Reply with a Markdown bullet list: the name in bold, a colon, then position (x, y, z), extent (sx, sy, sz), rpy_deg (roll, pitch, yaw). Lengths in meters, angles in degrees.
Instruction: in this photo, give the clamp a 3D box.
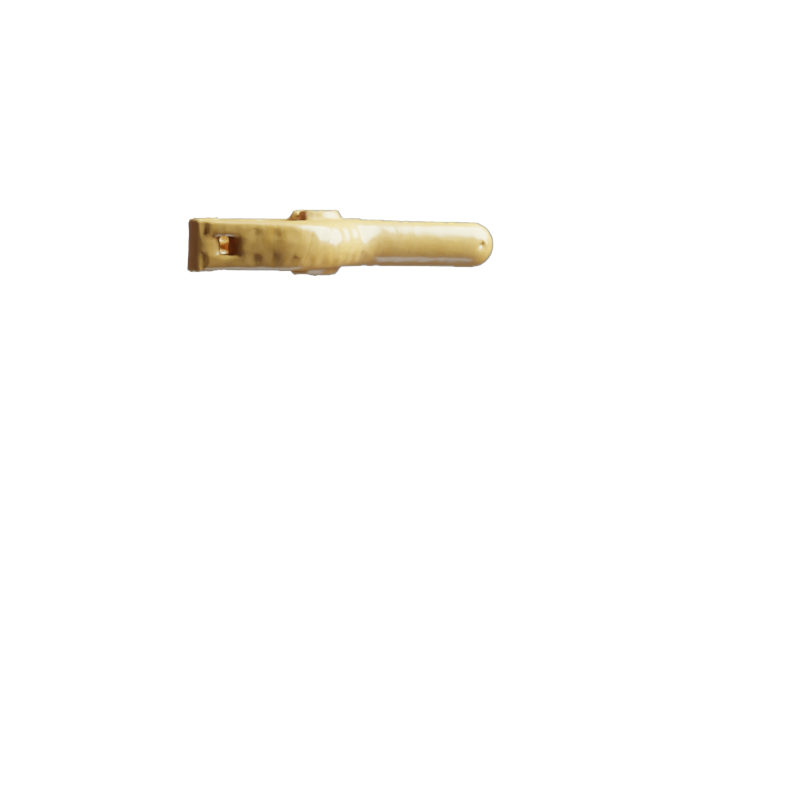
- **clamp**: position (-0.048, -0.088, 0.618), extent (0.165, 0.039, 0.124), rpy_deg (-2, 4, -32)
